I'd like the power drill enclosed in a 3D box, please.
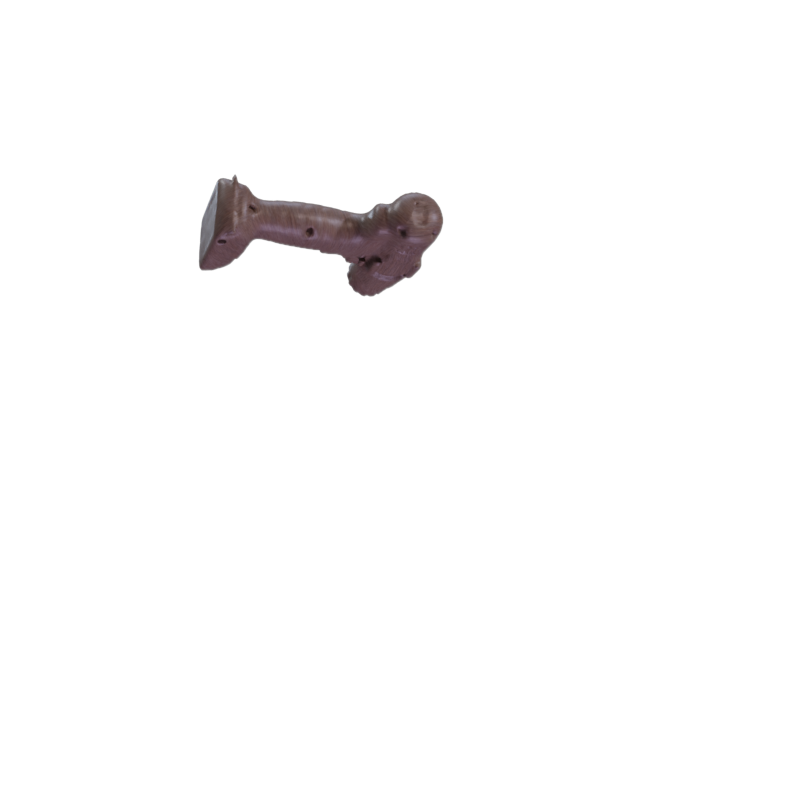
[{"bbox_3d":[-0.074,-0.135,0.944,0.184,0.060,0.180,3,-15,-14],"label":"power drill"}]
